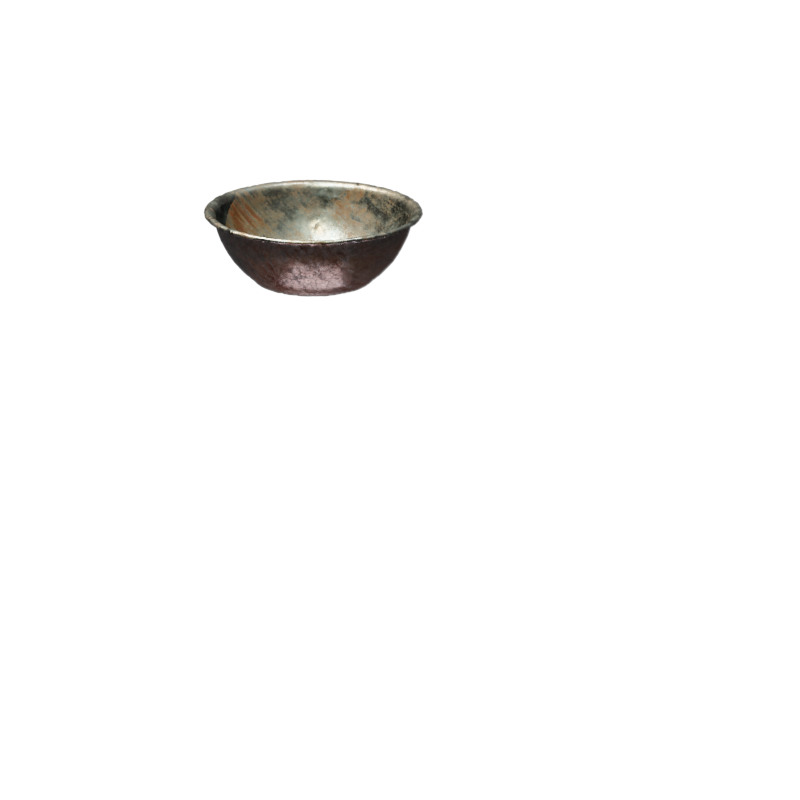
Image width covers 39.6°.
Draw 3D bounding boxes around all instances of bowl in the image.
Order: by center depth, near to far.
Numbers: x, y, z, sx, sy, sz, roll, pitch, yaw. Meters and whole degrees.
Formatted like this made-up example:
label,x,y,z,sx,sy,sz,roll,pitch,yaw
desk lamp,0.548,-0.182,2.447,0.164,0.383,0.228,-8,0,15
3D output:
label,x,y,z,sx,sy,sz,roll,pitch,yaw
bowl,-0.065,-0.118,0.828,0.162,0.052,0.170,-1,24,-2
